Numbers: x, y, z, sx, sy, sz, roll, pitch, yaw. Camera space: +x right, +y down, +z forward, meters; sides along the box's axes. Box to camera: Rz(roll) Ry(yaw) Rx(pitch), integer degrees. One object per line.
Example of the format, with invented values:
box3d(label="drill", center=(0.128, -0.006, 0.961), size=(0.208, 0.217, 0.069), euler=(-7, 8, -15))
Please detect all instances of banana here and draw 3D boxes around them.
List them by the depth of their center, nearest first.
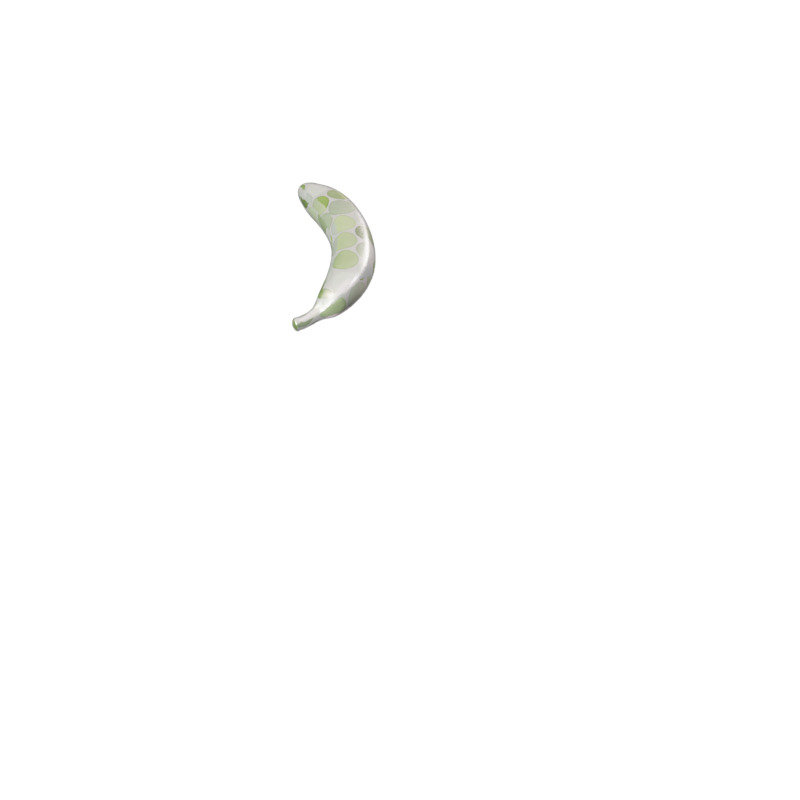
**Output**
box3d(label="banana", center=(-0.056, -0.134, 0.956), size=(0.069, 0.034, 0.212), euler=(-1, 41, -2))
